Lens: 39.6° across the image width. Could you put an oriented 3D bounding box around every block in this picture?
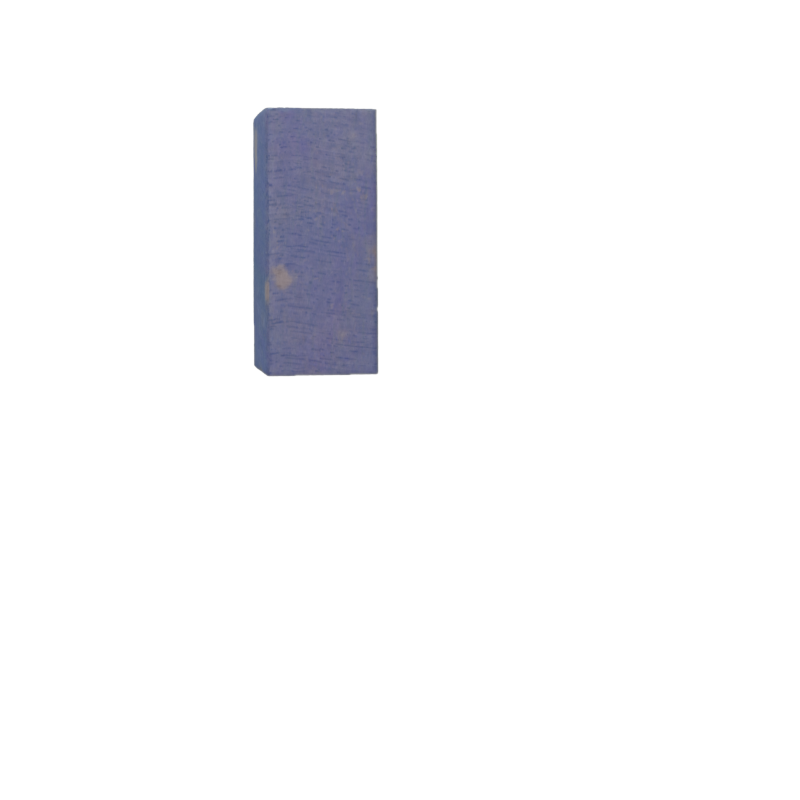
[{"bbox_3d":[-0.070,-0.128,0.894,0.089,0.206,0.092,0,1,-12],"label":"block"}]
